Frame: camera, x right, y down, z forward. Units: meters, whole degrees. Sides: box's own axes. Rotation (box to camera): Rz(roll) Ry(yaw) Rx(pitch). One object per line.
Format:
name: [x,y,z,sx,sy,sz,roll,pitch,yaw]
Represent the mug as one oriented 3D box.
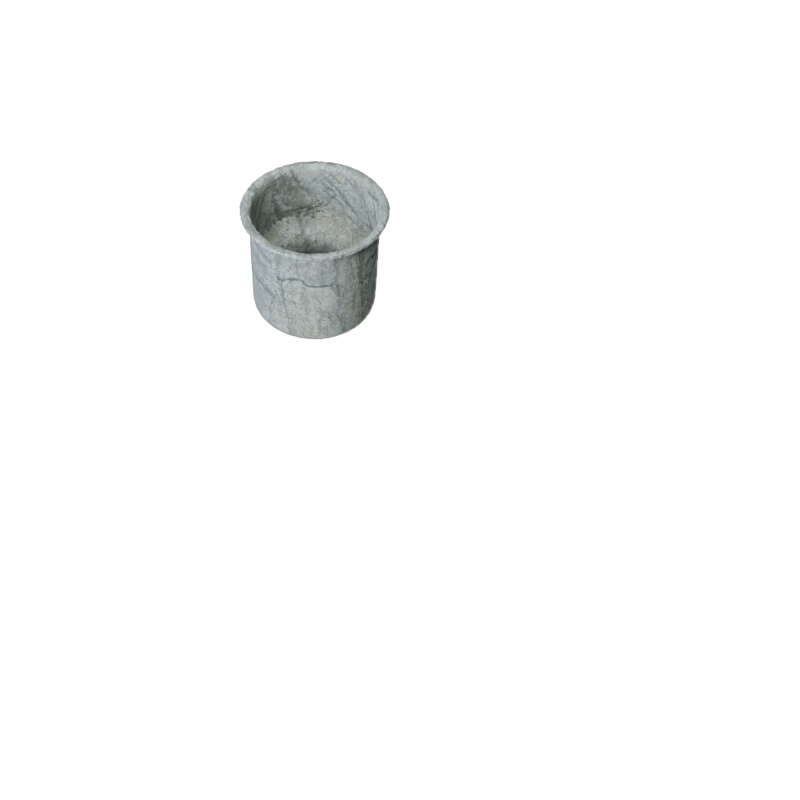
mug: [-0.057,-0.103,0.722,0.093,0.126,0.076,-4,-43,-5]
